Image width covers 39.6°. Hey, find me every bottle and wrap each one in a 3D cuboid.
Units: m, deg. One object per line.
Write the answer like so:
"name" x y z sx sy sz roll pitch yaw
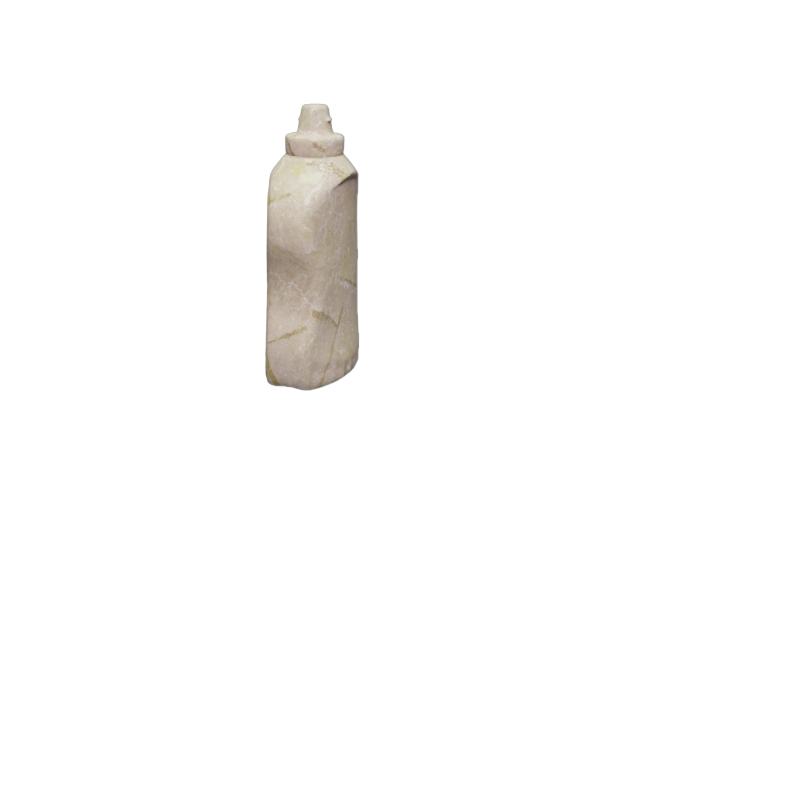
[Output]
"bottle" -0.060 -0.111 0.777 0.060 0.186 0.096 6 15 21
